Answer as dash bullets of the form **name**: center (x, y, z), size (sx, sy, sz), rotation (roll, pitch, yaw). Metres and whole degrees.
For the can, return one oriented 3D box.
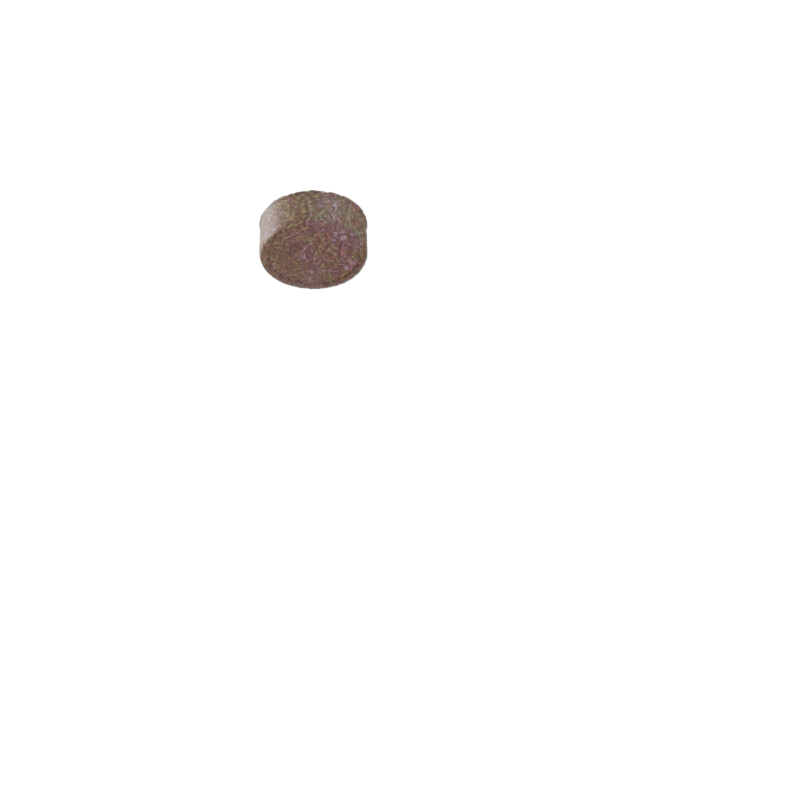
- **can**: center (-0.068, -0.124, 0.869), size (0.086, 0.036, 0.080), rotation (1, -34, -2)
